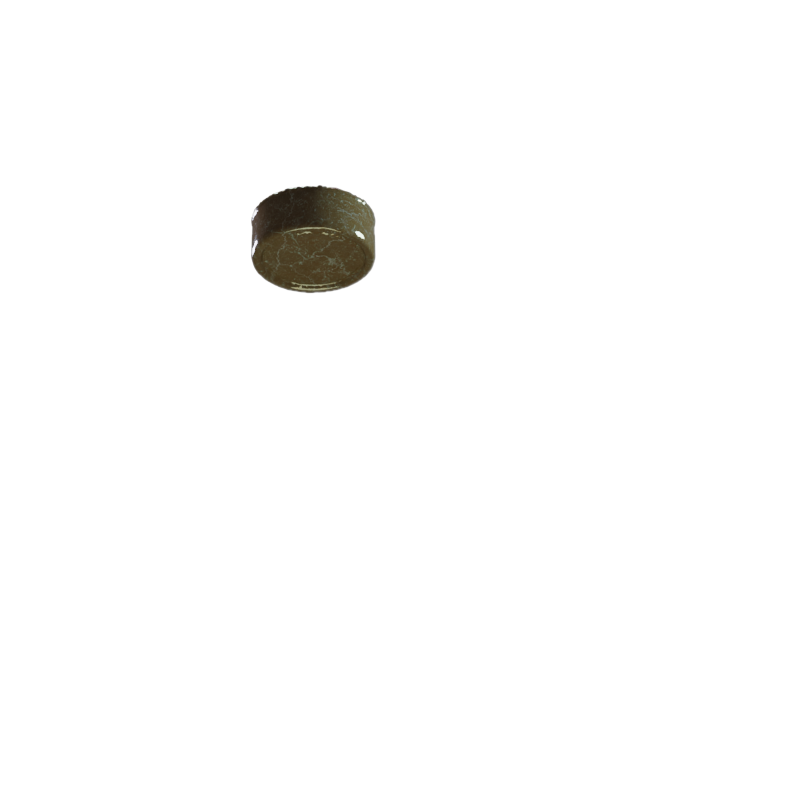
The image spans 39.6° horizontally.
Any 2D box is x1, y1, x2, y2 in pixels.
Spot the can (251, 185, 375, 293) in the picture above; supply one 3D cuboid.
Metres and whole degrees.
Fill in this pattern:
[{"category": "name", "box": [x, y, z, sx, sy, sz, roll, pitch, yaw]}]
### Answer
[{"category": "can", "box": [-0.059, -0.108, 0.757, 0.086, 0.036, 0.081, 1, -28, -2]}]
